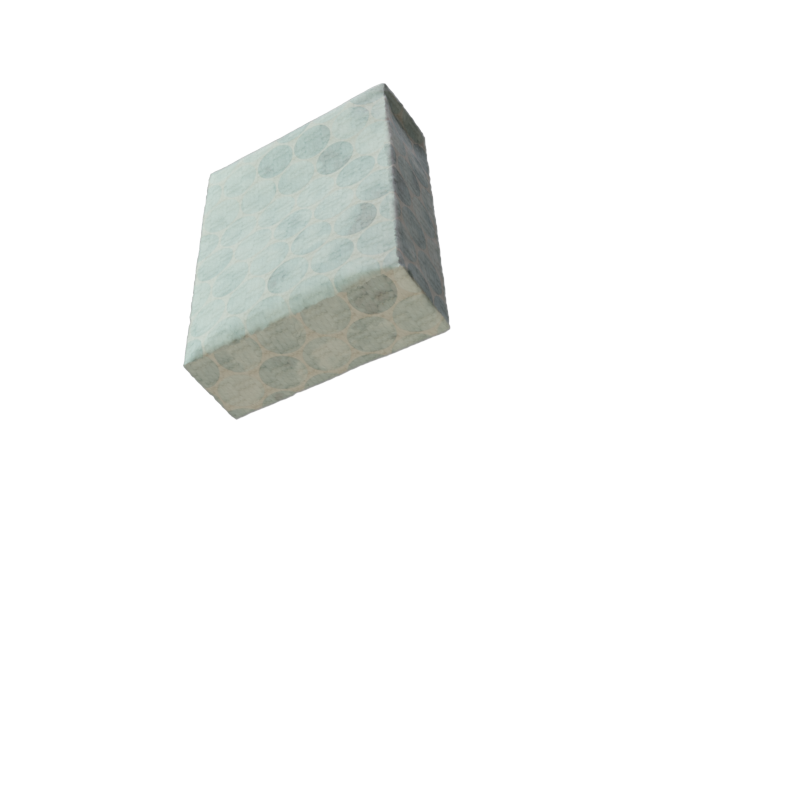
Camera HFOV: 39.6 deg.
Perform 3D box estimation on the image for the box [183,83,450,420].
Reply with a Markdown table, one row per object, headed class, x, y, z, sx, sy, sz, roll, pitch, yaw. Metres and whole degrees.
| class | x | y | z | sx | sy | sz | roll | pitch | yaw |
| --- | --- | --- | --- | --- | --- | --- | --- | --- | --- |
| box | -0.061 | -0.111 | 0.777 | 0.165 | 0.230 | 0.066 | -23 | -49 | 19 |
